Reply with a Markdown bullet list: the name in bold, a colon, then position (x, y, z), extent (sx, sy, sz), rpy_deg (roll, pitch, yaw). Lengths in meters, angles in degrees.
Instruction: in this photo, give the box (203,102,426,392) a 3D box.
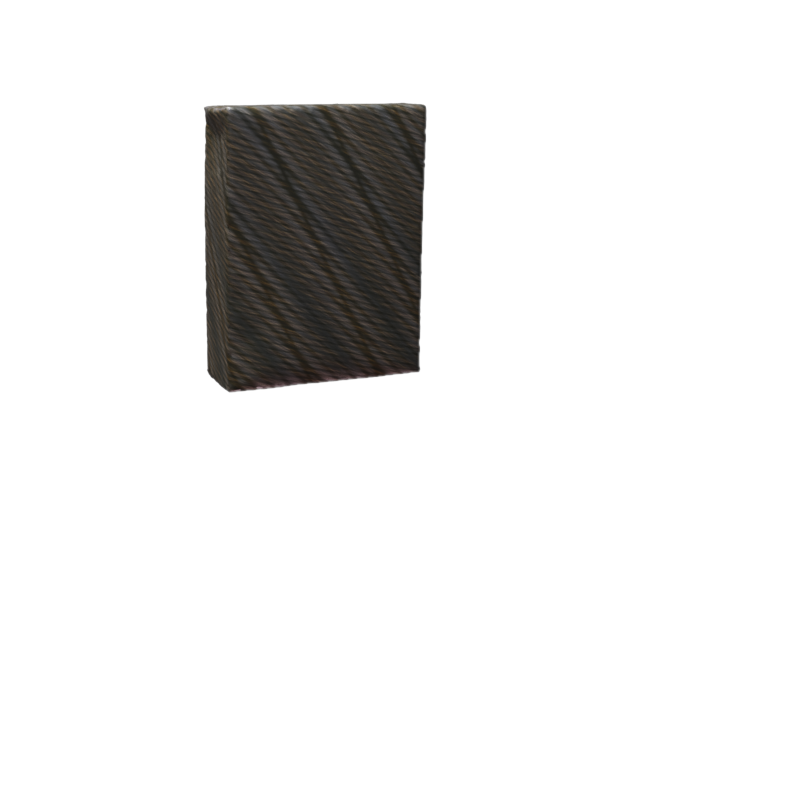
- **box**: position (-0.068, -0.123, 0.865), extent (0.160, 0.209, 0.075), rpy_deg (-5, 11, -24)
